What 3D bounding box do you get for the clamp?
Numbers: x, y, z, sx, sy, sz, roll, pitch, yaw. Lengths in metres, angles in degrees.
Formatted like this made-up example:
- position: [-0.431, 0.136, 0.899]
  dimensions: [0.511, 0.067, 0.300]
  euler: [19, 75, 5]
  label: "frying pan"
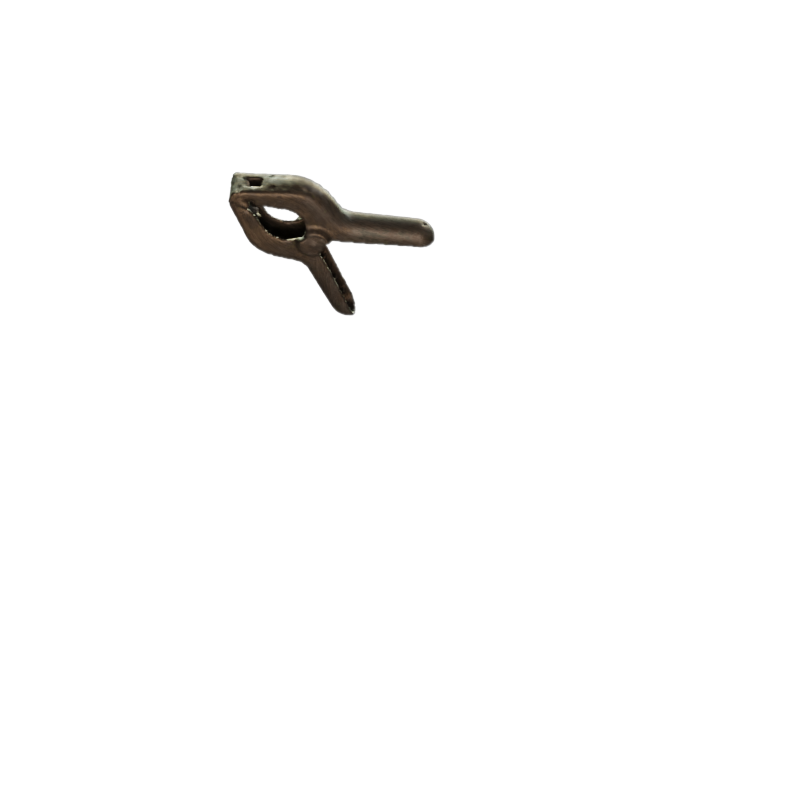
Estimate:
- position: [-0.072, -0.131, 0.917]
  dimensions: [0.166, 0.116, 0.042]
  euler: [22, 36, -17]
  label: "clamp"
